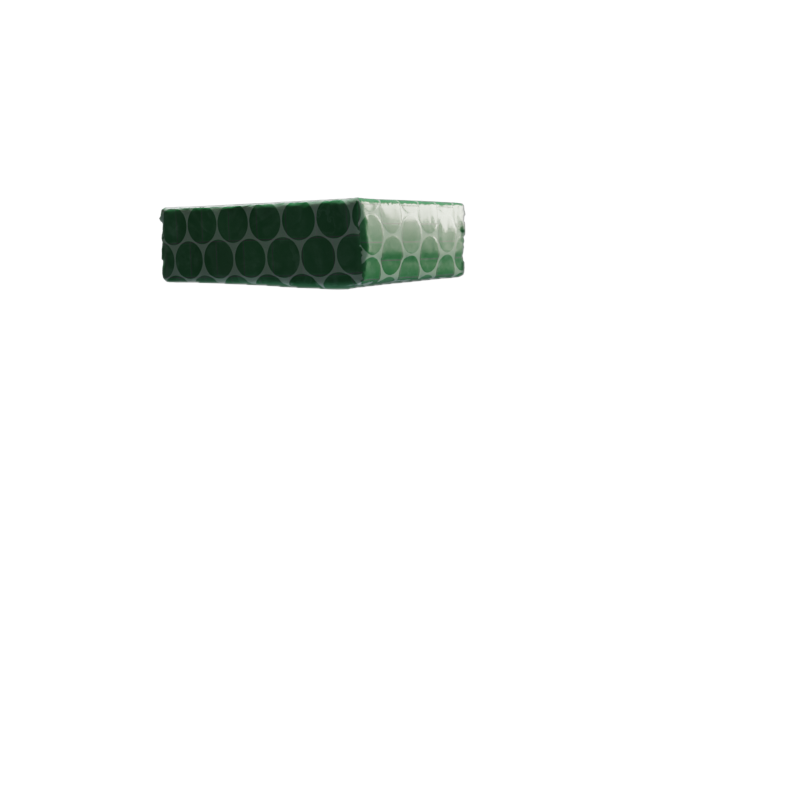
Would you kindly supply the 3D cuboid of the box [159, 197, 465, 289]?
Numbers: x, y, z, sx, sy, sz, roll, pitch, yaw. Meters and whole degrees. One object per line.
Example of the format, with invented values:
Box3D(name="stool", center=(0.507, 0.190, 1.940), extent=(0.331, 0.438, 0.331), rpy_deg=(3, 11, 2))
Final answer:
Box3D(name="box", center=(-0.040, -0.073, 0.510), extent=(0.118, 0.038, 0.087), rpy_deg=(6, 10, 34))
